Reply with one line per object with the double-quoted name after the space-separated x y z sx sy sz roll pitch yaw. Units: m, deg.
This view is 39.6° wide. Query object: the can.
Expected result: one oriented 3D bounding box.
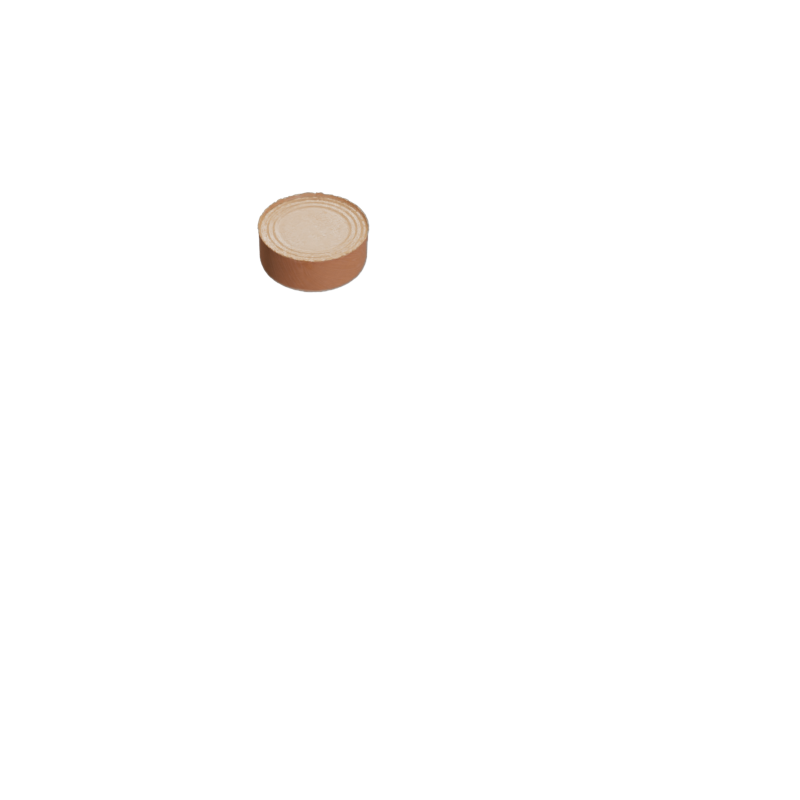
-0.067 -0.123 0.860 0.086 0.031 0.092 -1 44 -2 "can"
